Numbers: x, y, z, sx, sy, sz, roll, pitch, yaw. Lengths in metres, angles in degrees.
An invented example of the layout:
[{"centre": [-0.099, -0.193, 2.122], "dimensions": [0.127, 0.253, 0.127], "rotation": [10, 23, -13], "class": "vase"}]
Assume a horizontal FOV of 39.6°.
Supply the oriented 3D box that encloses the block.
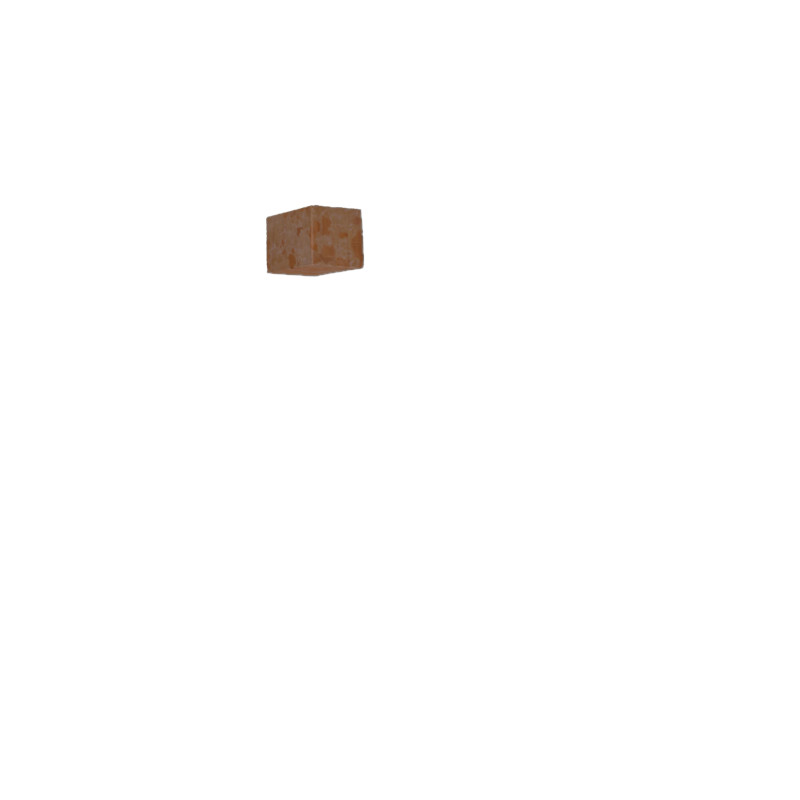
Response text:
[{"centre": [-0.074, -0.135, 0.947], "dimensions": [0.051, 0.052, 0.080], "rotation": [2, -3, -36], "class": "block"}]
